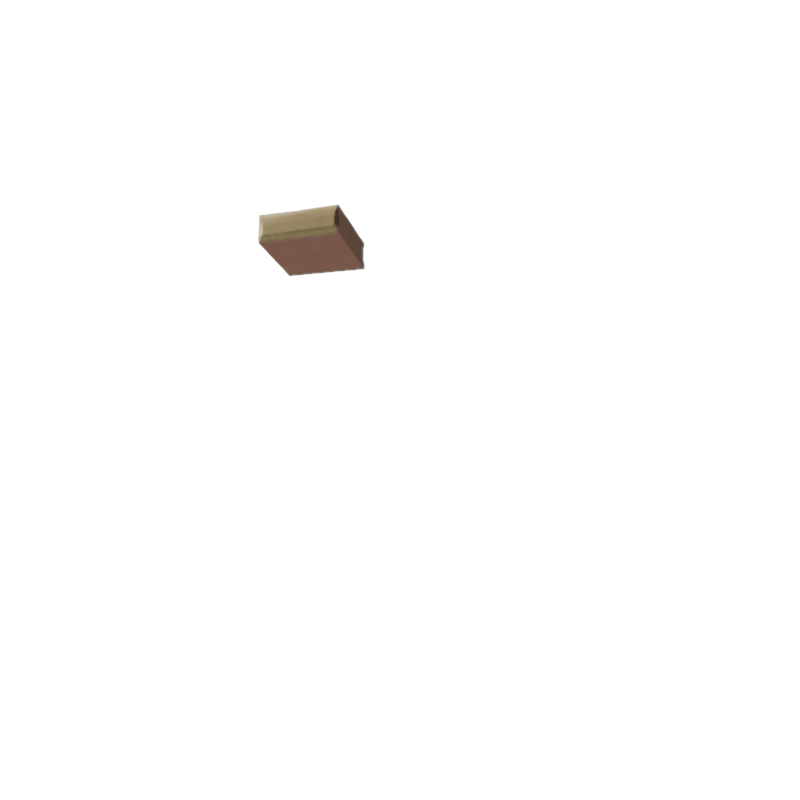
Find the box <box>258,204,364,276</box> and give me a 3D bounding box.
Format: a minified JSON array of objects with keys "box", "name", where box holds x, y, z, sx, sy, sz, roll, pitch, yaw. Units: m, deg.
[{"box":[-0.077,-0.141,0.986,0.074,0.032,0.084,-5,-17,15],"name":"box"}]
